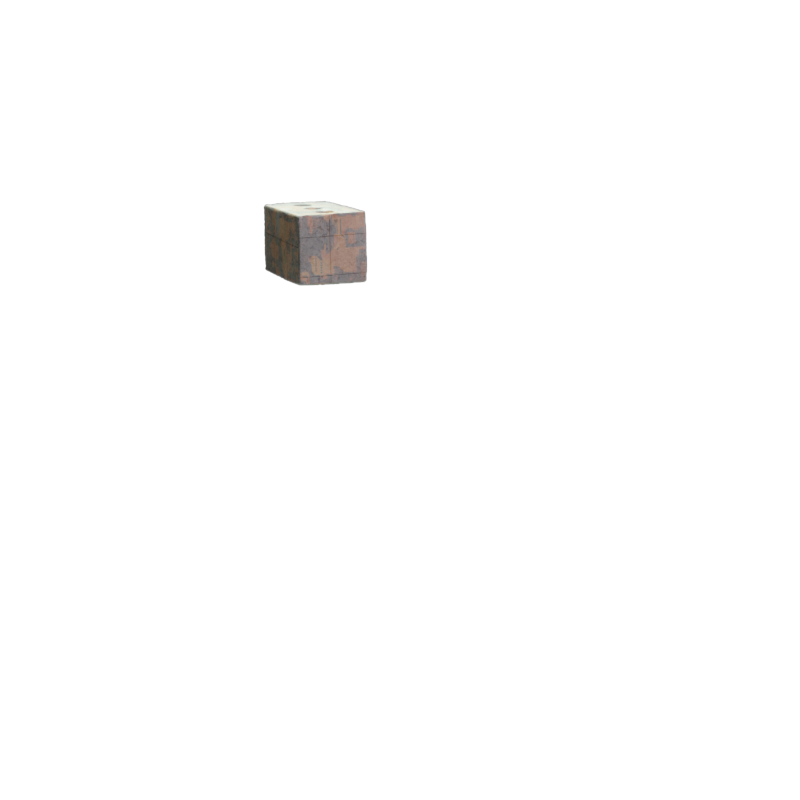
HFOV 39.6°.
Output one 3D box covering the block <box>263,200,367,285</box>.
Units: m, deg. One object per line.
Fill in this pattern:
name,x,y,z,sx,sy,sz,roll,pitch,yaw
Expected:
block,-0.064,-0.116,0.812,0.051,0.050,0.082,-5,15,-24
